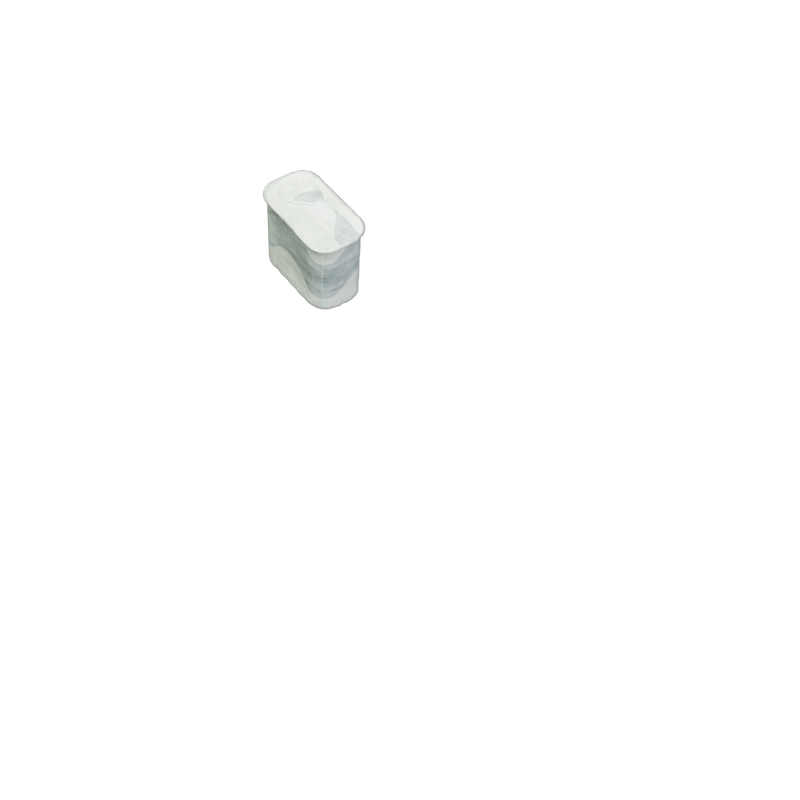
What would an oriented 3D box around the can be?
[{"bbox_3d":[-0.078,-0.143,0.998,0.057,0.078,0.109,-28,56,-23],"label":"can"}]
